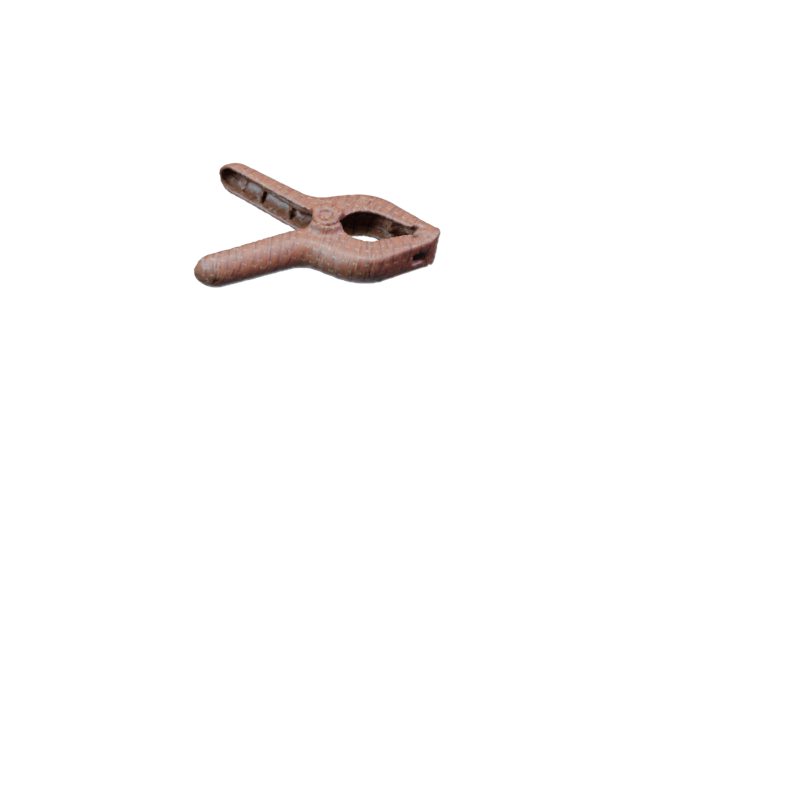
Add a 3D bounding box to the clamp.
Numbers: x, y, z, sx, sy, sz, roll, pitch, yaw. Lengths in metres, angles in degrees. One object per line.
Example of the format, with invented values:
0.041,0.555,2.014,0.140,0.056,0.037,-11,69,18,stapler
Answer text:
-0.061,-0.112,0.782,0.174,0.127,0.036,11,-38,8,clamp
